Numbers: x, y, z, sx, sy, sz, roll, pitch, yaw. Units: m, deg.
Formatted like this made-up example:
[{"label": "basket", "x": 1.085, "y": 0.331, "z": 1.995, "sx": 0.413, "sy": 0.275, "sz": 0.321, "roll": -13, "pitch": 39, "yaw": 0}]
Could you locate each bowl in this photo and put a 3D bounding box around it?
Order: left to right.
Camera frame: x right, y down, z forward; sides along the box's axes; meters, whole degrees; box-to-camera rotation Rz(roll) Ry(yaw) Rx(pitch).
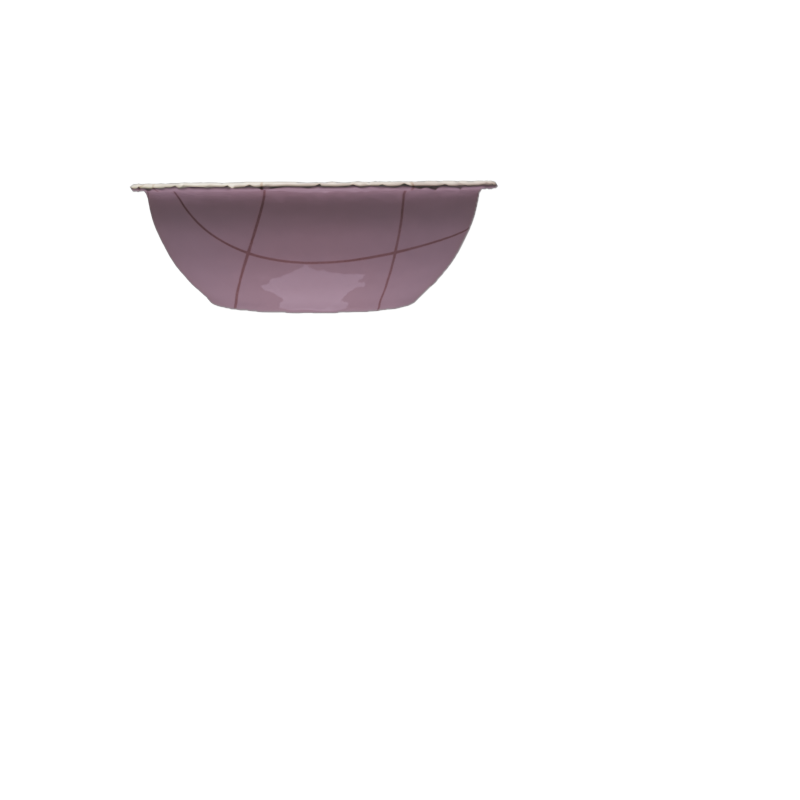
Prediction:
[{"label": "bowl", "x": -0.039, "y": -0.071, "z": 0.496, "sx": 0.162, "sy": 0.054, "sz": 0.165, "roll": 0, "pitch": 10, "yaw": -2}]
